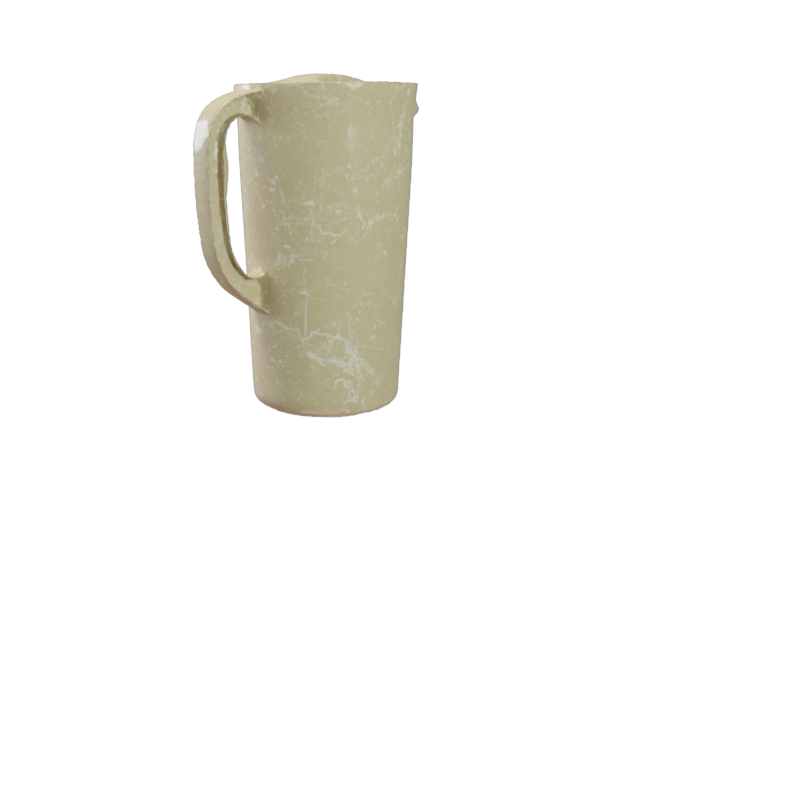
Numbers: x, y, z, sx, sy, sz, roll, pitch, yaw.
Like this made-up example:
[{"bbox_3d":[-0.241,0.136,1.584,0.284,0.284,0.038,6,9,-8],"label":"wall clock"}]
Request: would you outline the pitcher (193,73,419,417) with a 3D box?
[{"bbox_3d":[-0.063,-0.116,0.809,0.150,0.239,0.146,1,8,6],"label":"pitcher"}]
